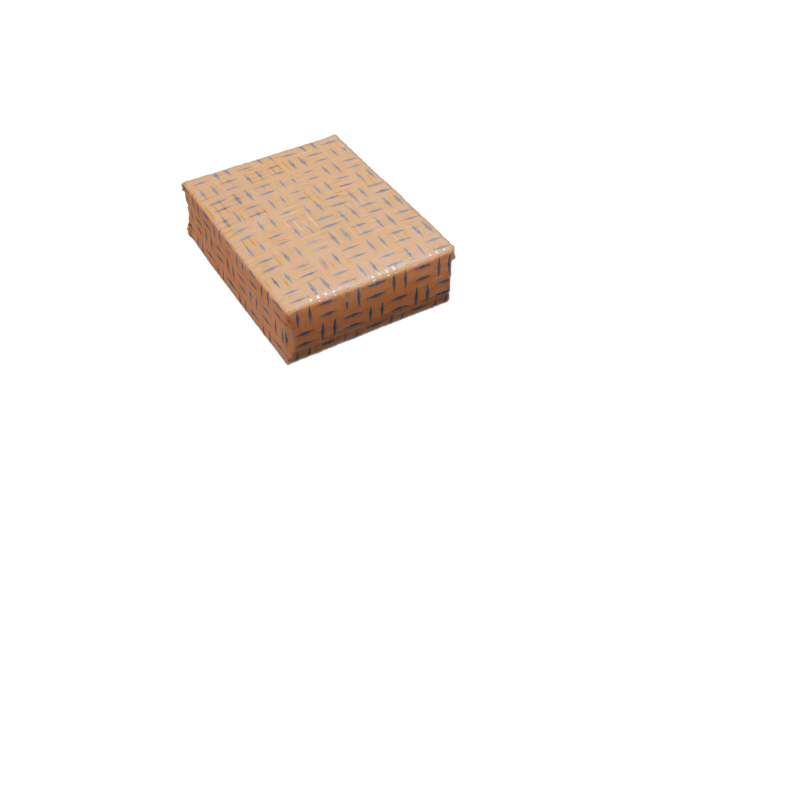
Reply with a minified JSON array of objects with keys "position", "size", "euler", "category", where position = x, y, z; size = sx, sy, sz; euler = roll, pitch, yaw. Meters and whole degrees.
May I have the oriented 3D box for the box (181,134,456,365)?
[{"position":[-0.042,-0.077,0.536],"size":[0.089,0.036,0.123],"euler":[-22,46,-23],"category":"box"}]
